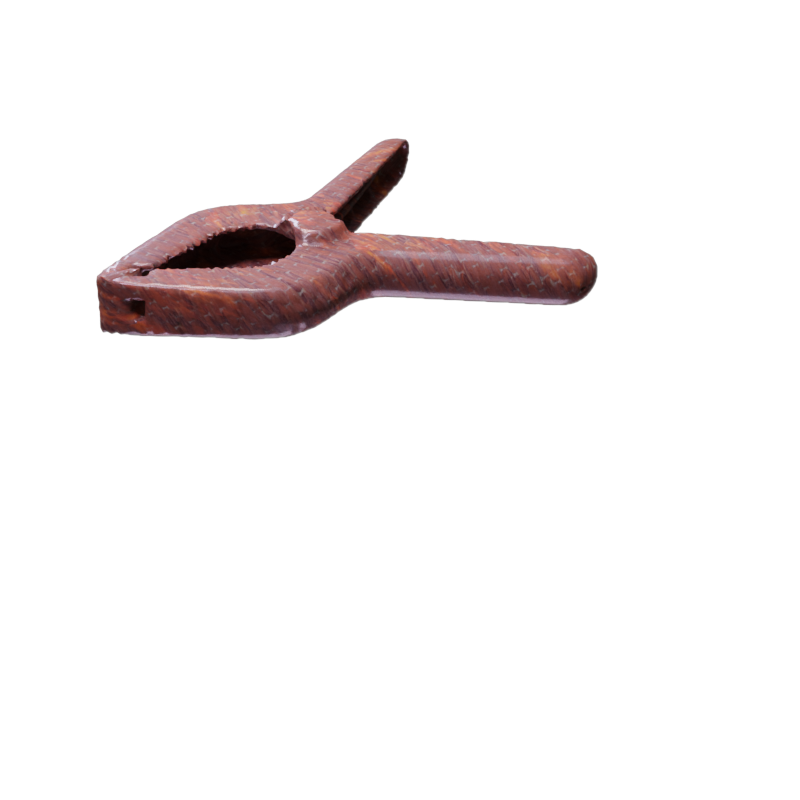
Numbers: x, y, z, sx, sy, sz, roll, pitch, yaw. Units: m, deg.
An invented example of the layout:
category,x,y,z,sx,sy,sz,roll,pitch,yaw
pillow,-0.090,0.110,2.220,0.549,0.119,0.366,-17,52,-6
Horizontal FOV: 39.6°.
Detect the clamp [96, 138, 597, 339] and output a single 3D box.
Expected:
category,x,y,z,sx,sy,sz,roll,pitch,yaw
clamp,-0.040,-0.074,0.515,0.207,0.034,0.177,-13,35,-20
